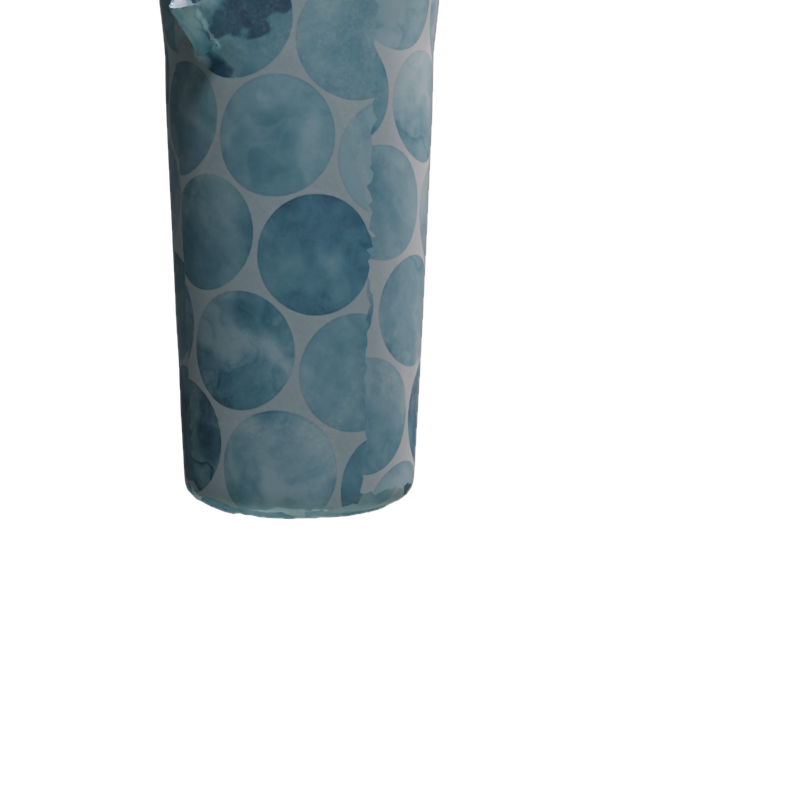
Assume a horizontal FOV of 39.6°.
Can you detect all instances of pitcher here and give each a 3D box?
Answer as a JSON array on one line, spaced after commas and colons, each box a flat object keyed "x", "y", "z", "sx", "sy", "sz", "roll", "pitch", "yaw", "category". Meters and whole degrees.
[{"x": -0.042, "y": -0.076, "z": 0.534, "sx": 0.147, "sy": 0.244, "sz": 0.147, "roll": 0, "pitch": 0, "yaw": -14, "category": "pitcher"}]
